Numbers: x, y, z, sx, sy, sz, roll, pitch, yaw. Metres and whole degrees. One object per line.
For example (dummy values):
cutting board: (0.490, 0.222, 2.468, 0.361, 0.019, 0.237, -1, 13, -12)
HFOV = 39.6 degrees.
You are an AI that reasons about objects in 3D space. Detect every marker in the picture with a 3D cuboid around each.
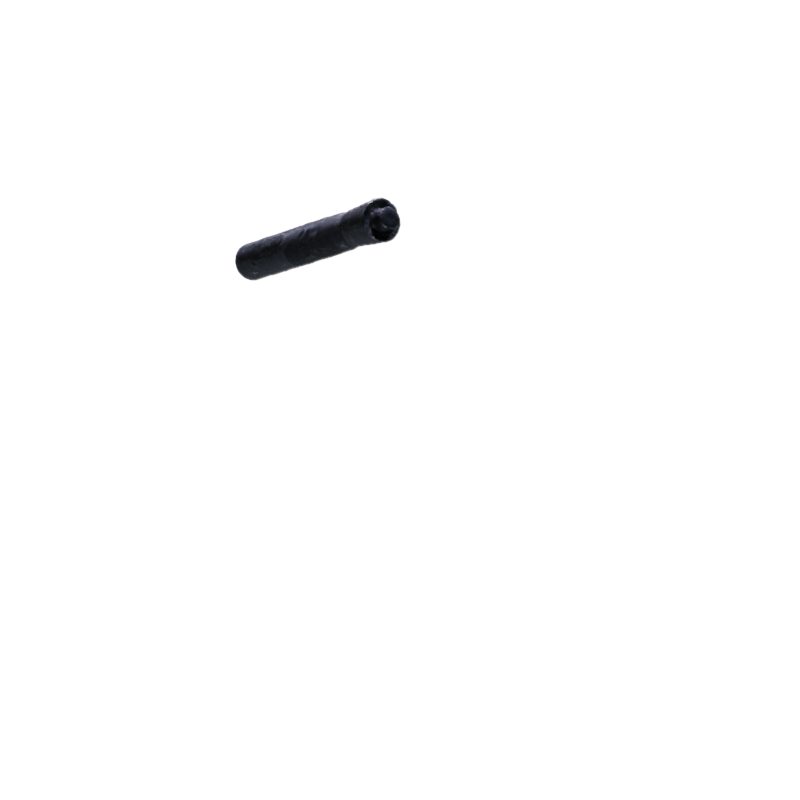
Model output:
marker: (-0.039, -0.072, 0.503, 0.019, 0.020, 0.124, -2, -1, -35)
